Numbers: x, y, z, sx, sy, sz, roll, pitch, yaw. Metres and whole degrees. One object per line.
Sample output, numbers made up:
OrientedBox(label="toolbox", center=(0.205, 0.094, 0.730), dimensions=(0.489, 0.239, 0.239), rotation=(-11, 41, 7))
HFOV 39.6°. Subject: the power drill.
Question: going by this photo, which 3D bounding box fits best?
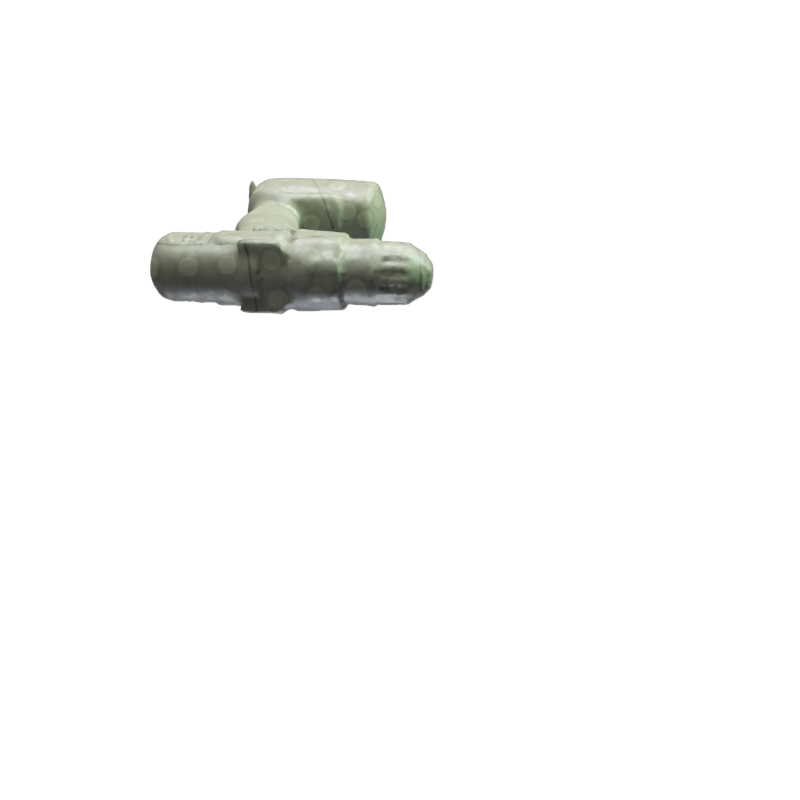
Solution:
OrientedBox(label="power drill", center=(-0.061, -0.111, 0.775), dimensions=(0.187, 0.055, 0.192), rotation=(4, 21, 10))
